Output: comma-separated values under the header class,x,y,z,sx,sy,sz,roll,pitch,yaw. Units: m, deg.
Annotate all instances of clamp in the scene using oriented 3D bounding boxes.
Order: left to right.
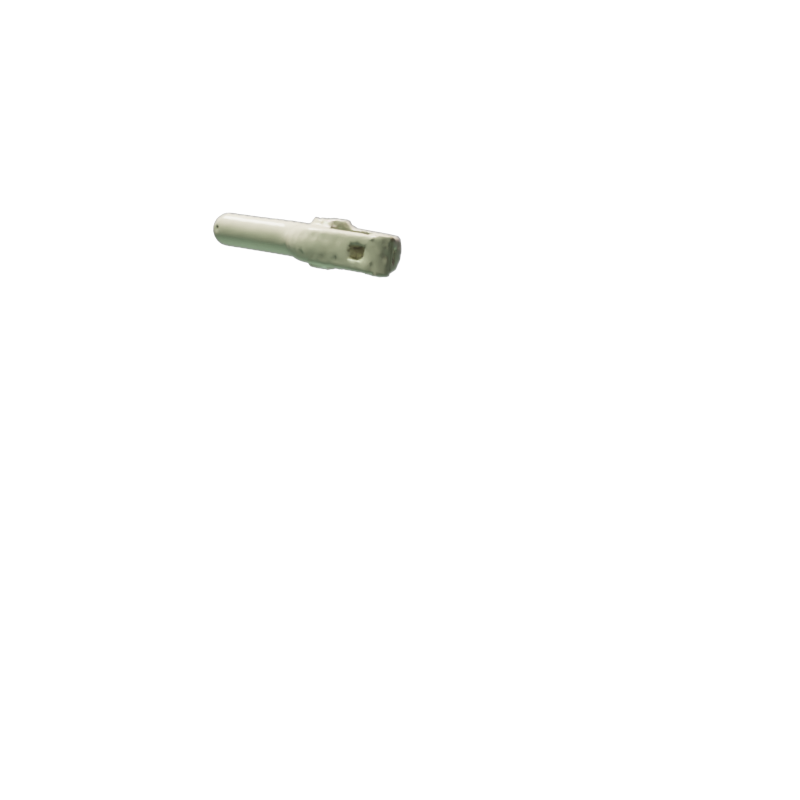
class,x,y,z,sx,sy,sz,roll,pitch,yaw
clamp,-0.061,-0.112,0.785,0.117,0.039,0.178,-3,11,-19
